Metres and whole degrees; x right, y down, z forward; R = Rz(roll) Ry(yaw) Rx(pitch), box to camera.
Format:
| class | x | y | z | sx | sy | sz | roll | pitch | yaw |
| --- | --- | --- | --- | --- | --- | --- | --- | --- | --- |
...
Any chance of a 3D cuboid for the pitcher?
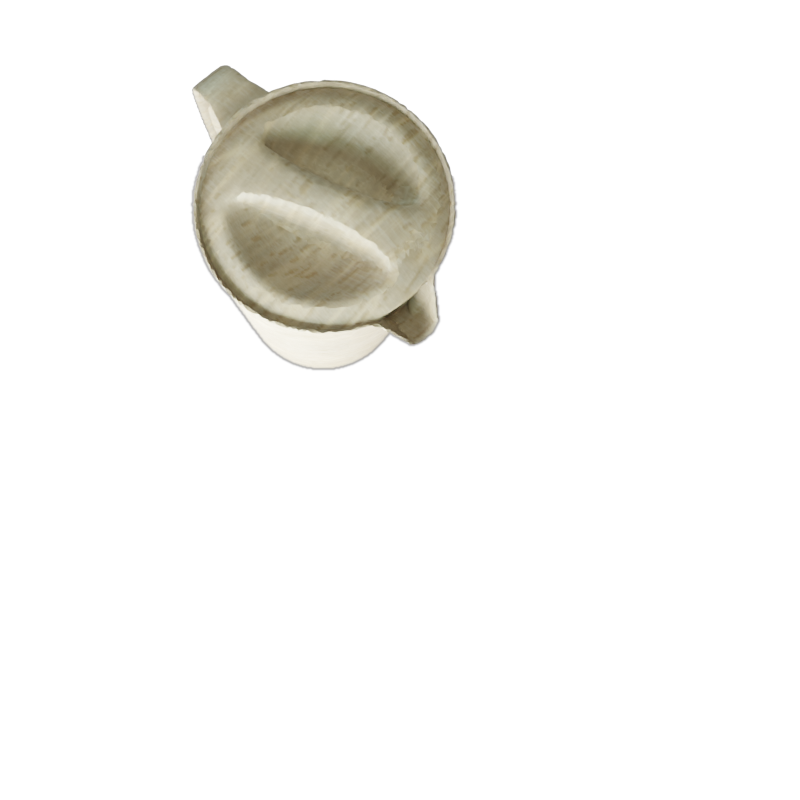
| class | x | y | z | sx | sy | sz | roll | pitch | yaw |
| --- | --- | --- | --- | --- | --- | --- | --- | --- | --- |
| pitcher | -0.052 | -0.096 | 0.669 | 0.145 | 0.153 | 0.237 | 5 | -9 | -3 |
